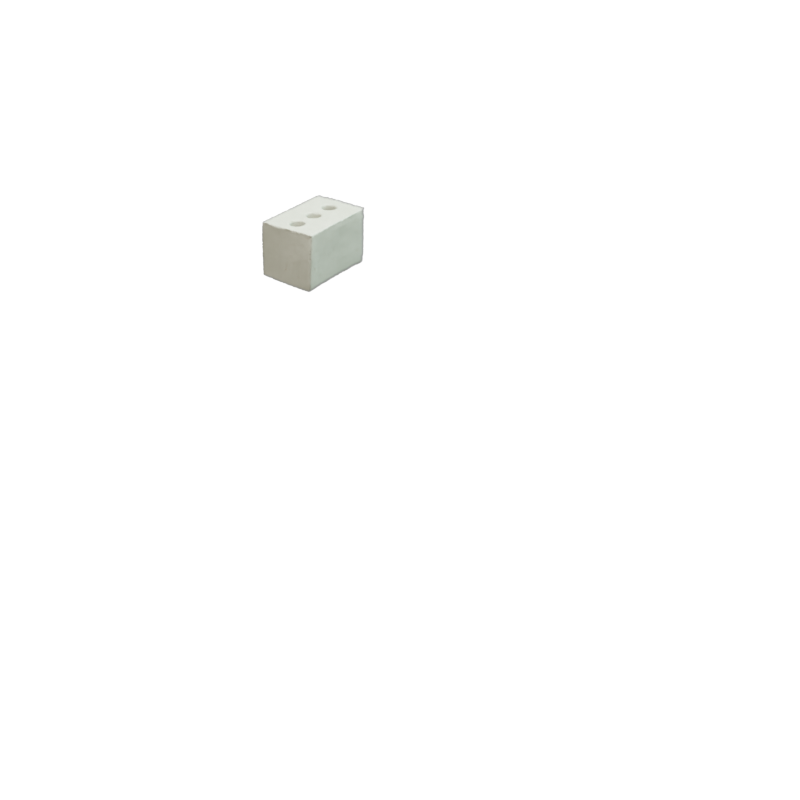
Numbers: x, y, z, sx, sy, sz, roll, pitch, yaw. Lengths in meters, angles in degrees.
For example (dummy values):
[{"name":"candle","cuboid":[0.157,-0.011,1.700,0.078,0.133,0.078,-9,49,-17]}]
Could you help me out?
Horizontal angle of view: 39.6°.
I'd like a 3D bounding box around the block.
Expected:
[{"name":"block","cuboid":[-0.074,-0.135,0.943,0.055,0.048,0.078,19,34,29]}]
